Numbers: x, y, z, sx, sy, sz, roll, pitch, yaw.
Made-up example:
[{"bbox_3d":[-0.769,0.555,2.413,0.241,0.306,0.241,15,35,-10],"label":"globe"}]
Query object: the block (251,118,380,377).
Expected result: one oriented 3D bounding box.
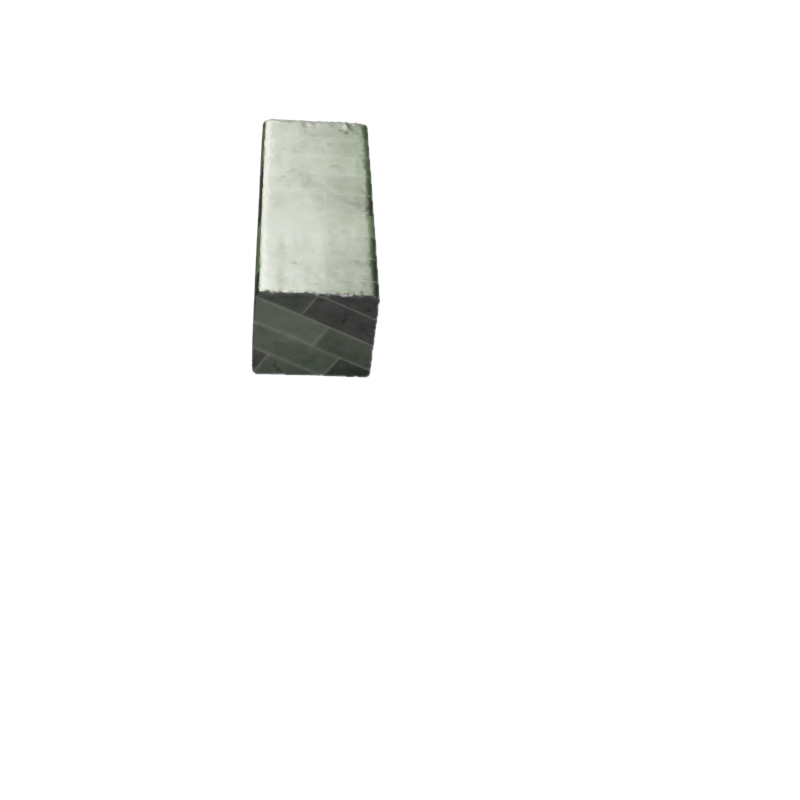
[{"bbox_3d":[-0.069,-0.126,0.882,0.090,0.221,0.084,2,-44,-5],"label":"block"}]
